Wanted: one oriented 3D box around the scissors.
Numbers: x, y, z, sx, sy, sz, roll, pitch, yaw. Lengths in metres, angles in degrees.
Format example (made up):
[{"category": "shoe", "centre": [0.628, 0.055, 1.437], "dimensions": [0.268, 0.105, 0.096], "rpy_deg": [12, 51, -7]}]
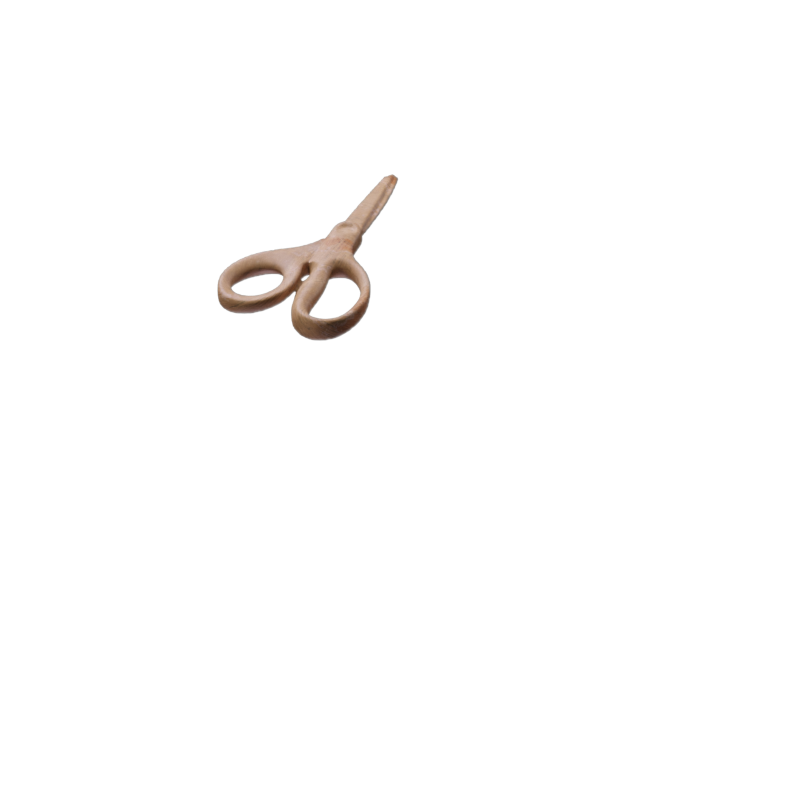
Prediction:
[{"category": "scissors", "centre": [-0.053, -0.097, 0.680], "dimensions": [0.097, 0.015, 0.214], "rpy_deg": [2, 34, 2]}]
